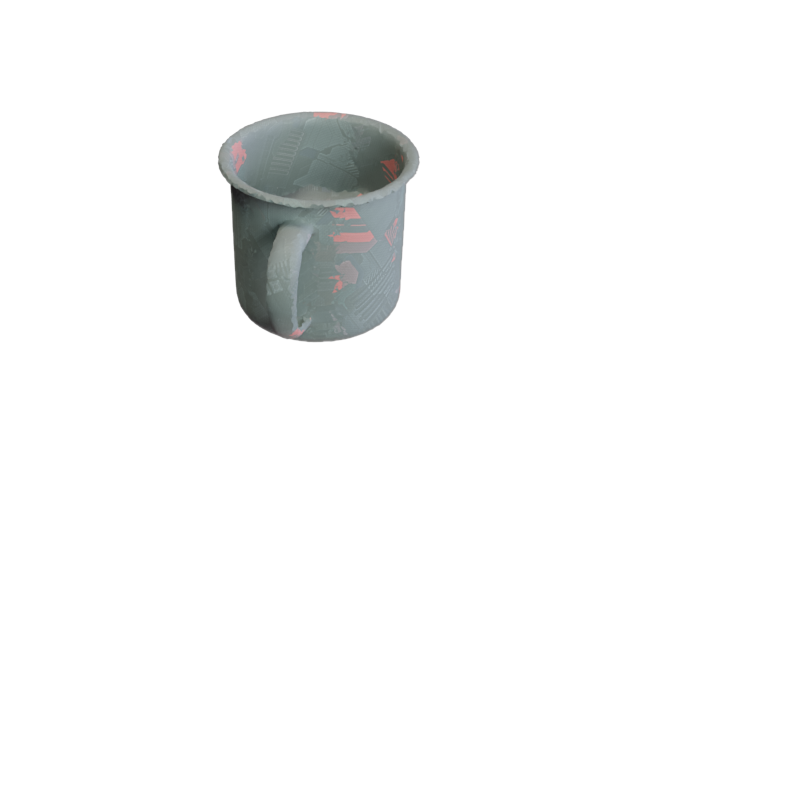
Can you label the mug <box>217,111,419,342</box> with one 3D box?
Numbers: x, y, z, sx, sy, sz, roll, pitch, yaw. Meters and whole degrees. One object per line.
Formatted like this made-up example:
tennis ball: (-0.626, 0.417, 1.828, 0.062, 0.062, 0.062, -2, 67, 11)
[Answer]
mug: (-0.041, -0.075, 0.522, 0.094, 0.076, 0.124, 6, 37, 6)
